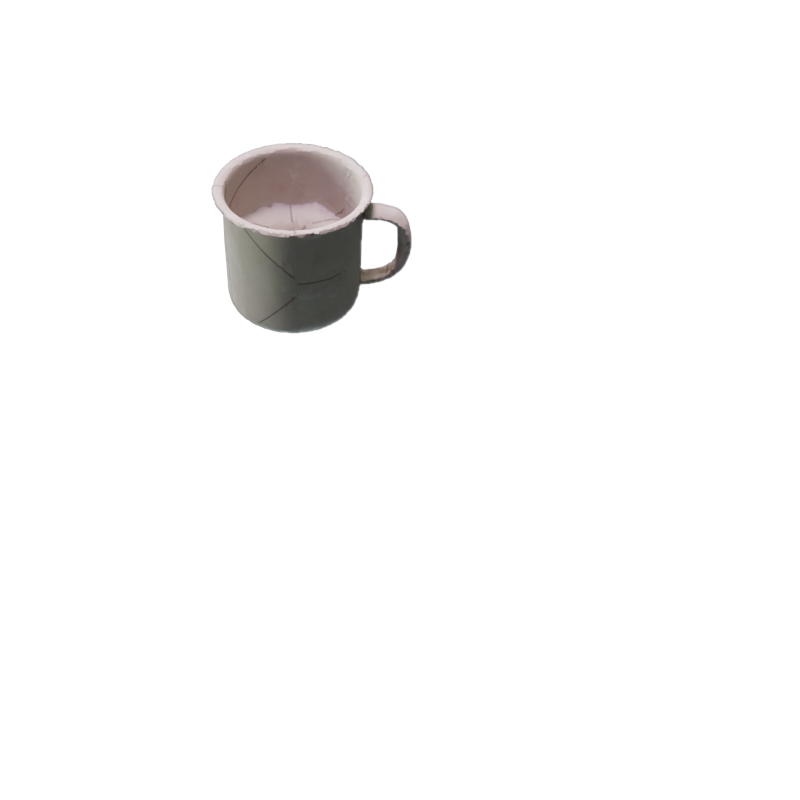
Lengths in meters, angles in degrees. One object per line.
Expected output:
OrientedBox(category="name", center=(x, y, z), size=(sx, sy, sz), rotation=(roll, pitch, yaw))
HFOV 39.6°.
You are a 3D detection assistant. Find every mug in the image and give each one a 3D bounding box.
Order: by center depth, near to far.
OrientedBox(category="mug", center=(-0.052, -0.095, 0.663), size=(0.117, 0.076, 0.100), rotation=(1, 42, -1))
